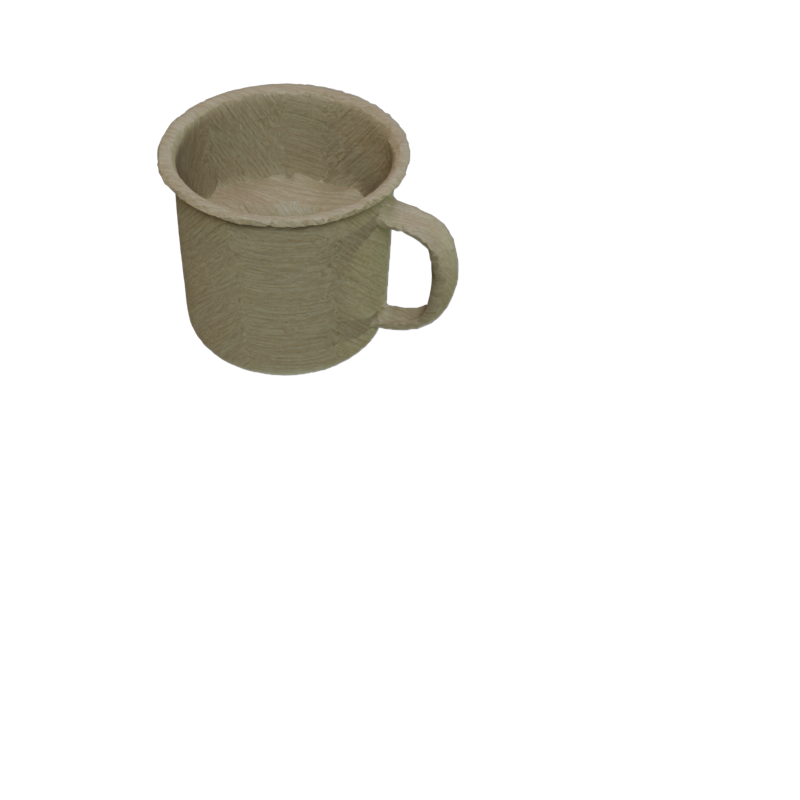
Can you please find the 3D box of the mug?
[{"bbox_3d":[-0.033,-0.061,0.427,0.121,0.076,0.097,17,45,17],"label":"mug"}]
